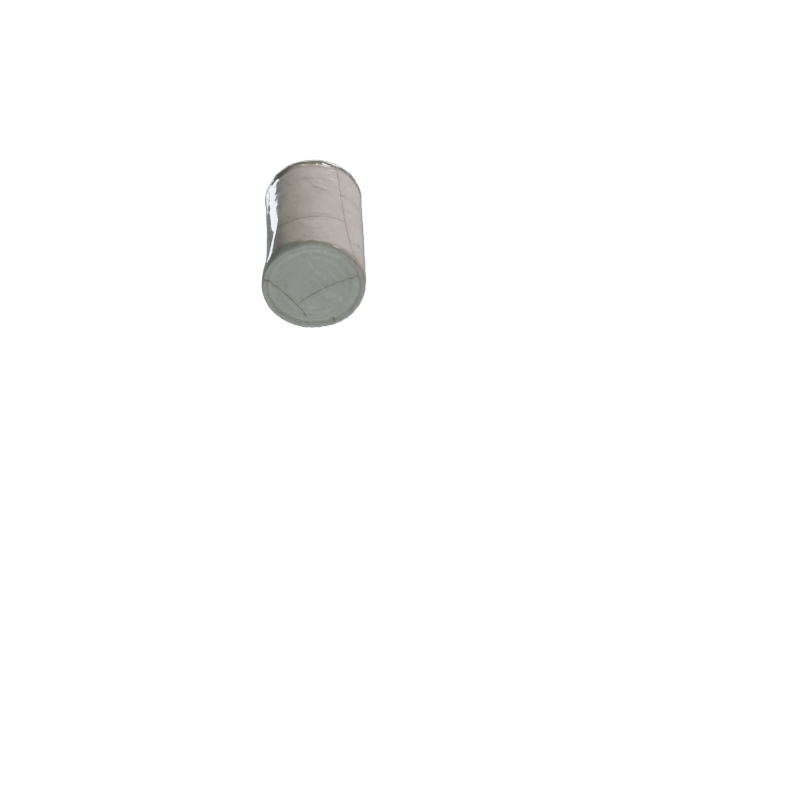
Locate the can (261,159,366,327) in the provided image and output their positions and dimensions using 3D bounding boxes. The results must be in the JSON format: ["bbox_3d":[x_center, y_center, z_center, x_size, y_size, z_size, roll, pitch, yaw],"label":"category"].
[{"bbox_3d":[-0.058,-0.105,0.736,0.068,0.064,0.109,-1,39,-3],"label":"can"}]
